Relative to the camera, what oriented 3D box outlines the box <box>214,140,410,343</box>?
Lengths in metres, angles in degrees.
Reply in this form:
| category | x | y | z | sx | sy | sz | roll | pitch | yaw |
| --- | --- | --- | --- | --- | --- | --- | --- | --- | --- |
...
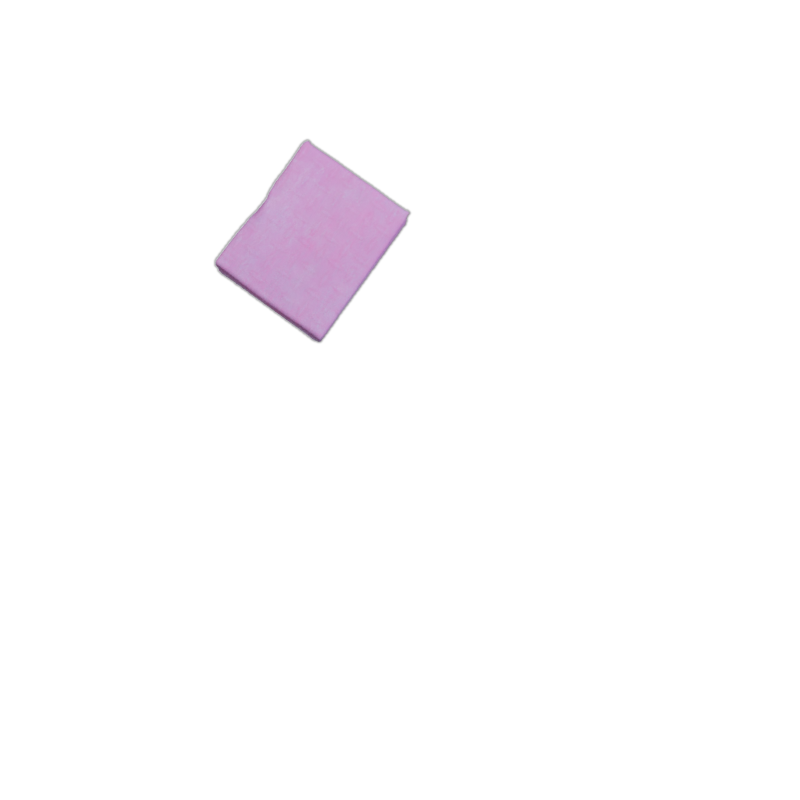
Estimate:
| category | x | y | z | sx | sy | sz | roll | pitch | yaw |
| --- | --- | --- | --- | --- | --- | --- | --- | --- | --- |
| box | -0.049 | -0.089 | 0.622 | 0.074 | 0.090 | 0.029 | 35 | -8 | 5 |
